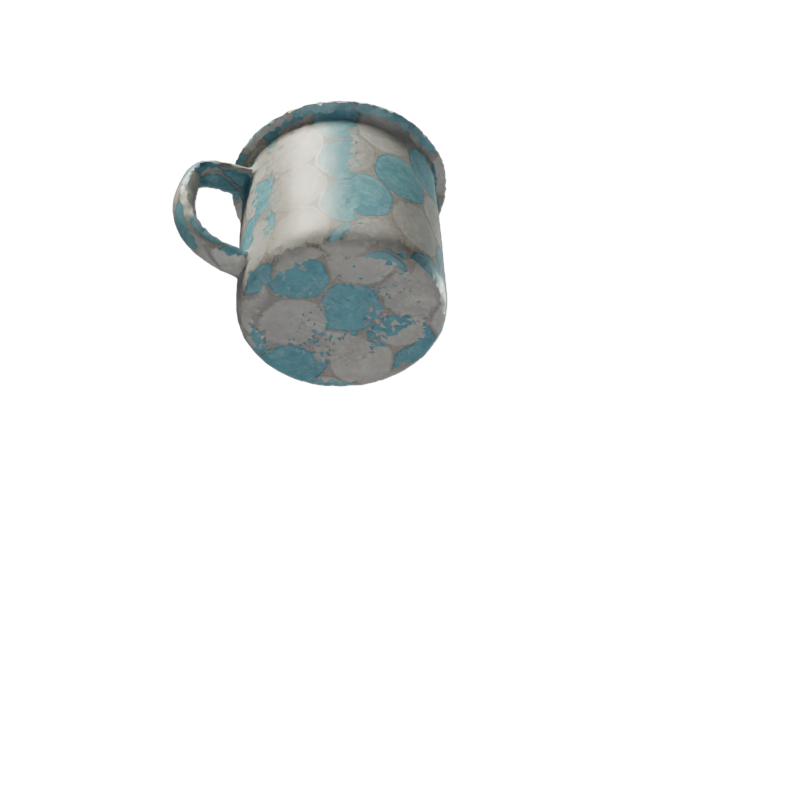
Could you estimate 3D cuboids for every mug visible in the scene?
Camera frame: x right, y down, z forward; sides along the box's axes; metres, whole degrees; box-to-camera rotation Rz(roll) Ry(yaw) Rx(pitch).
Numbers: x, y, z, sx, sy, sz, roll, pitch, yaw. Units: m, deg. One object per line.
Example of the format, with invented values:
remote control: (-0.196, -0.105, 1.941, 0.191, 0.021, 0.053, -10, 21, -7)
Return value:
mug: (-0.035, -0.064, 0.447, 0.113, 0.087, 0.090, 18, -48, -19)
